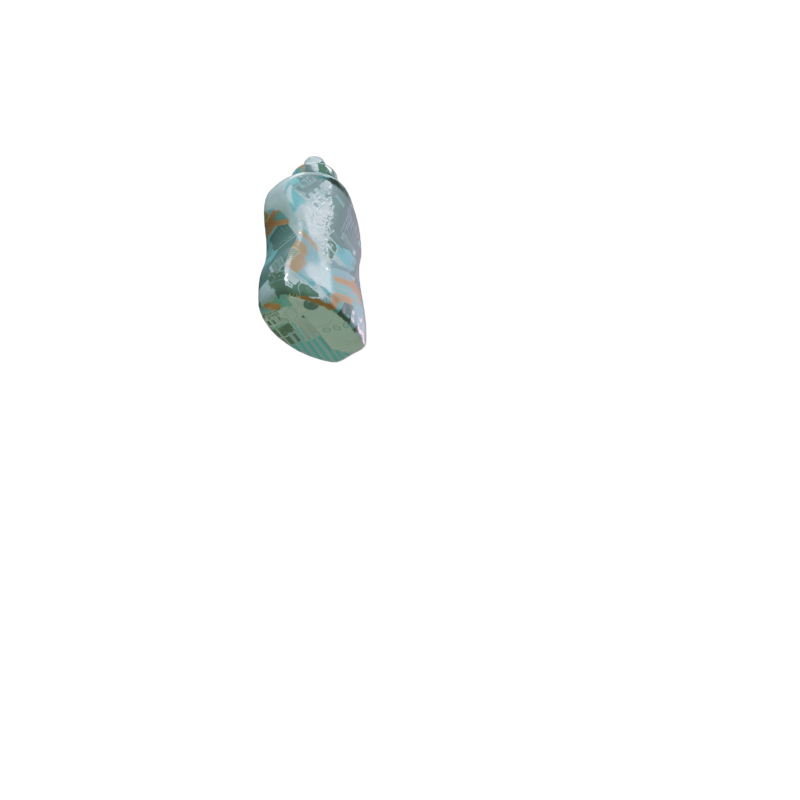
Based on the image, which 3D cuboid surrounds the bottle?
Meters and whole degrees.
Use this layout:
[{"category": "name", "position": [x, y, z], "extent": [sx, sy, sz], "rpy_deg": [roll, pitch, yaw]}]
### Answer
[{"category": "bottle", "position": [-0.071, -0.130, 0.911], "extent": [0.058, 0.206, 0.090], "rpy_deg": [-33, -48, 30]}]
